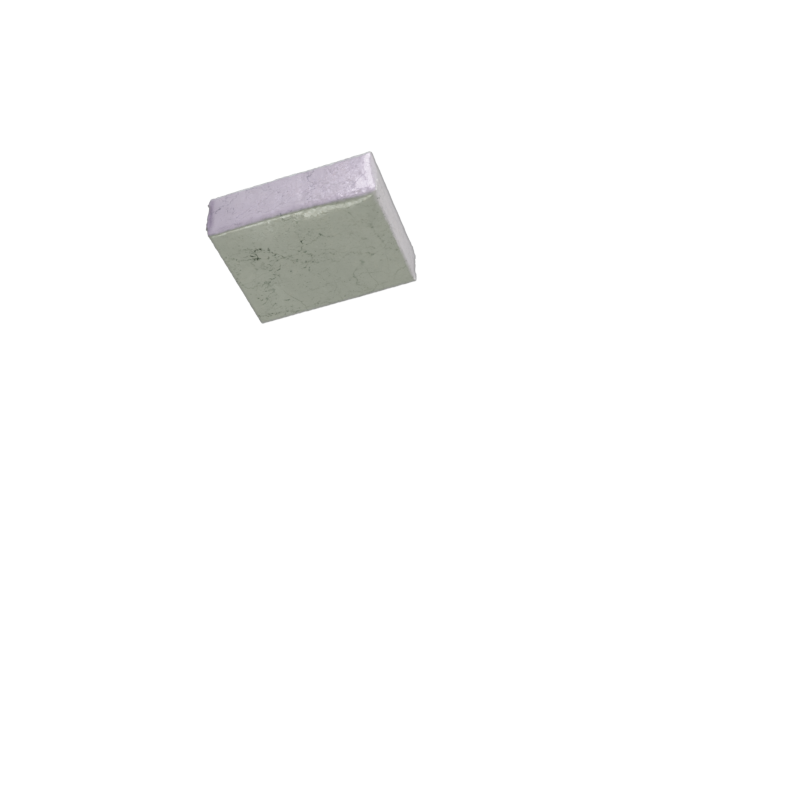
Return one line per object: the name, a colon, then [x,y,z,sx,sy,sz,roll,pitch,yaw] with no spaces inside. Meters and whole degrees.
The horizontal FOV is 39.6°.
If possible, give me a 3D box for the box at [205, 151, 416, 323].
box: [-0.056,-0.102,0.711,0.114,0.042,0.083,-13,-42,14]
